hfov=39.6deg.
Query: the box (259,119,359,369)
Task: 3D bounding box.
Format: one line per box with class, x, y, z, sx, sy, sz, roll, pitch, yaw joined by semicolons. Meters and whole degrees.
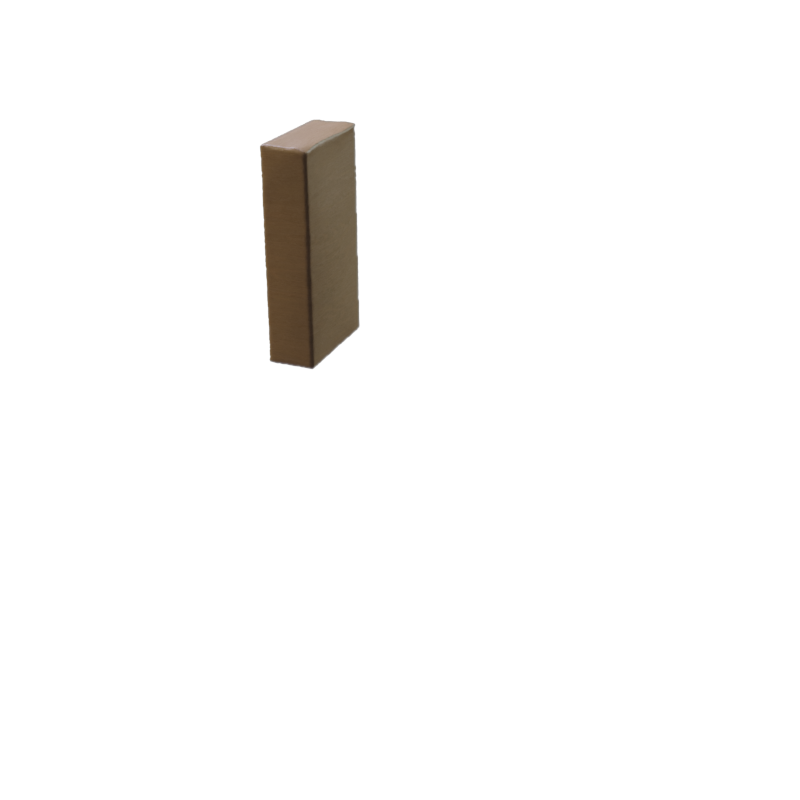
box;-0.068;-0.124;0.871;0.050;0.168;0.095;10;24;20
